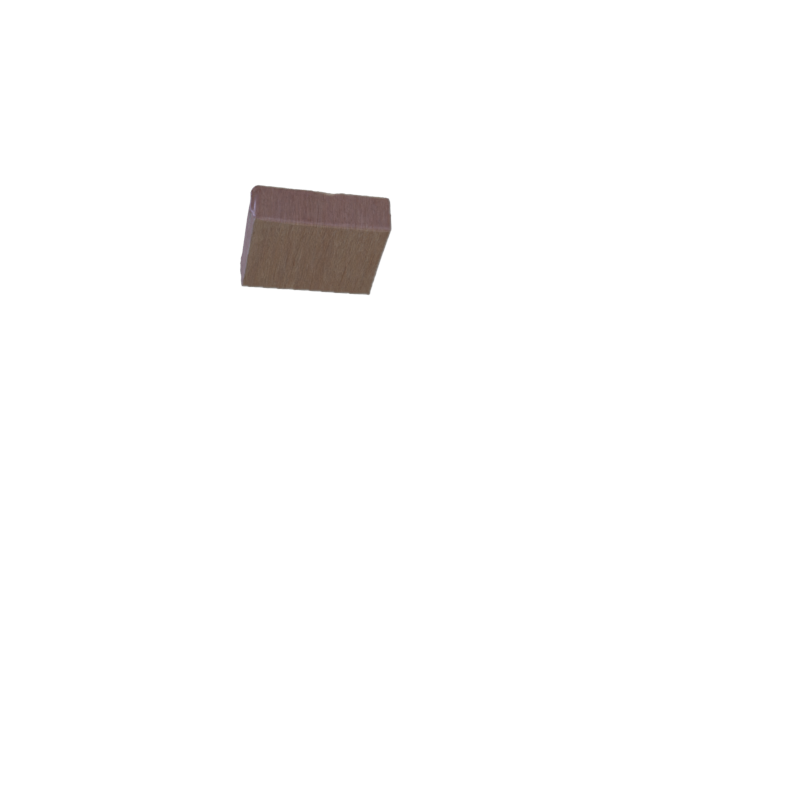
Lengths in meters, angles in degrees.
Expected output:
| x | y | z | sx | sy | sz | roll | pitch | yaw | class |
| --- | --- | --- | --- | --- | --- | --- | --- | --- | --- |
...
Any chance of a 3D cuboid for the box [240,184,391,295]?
| x | y | z | sx | sy | sz | roll | pitch | yaw | class |
| --- | --- | --- | --- | --- | --- | --- | --- | --- | --- |
| -0.056 | -0.102 | 0.713 | 0.088 | 0.032 | 0.069 | 5 | -33 | -8 | box |
